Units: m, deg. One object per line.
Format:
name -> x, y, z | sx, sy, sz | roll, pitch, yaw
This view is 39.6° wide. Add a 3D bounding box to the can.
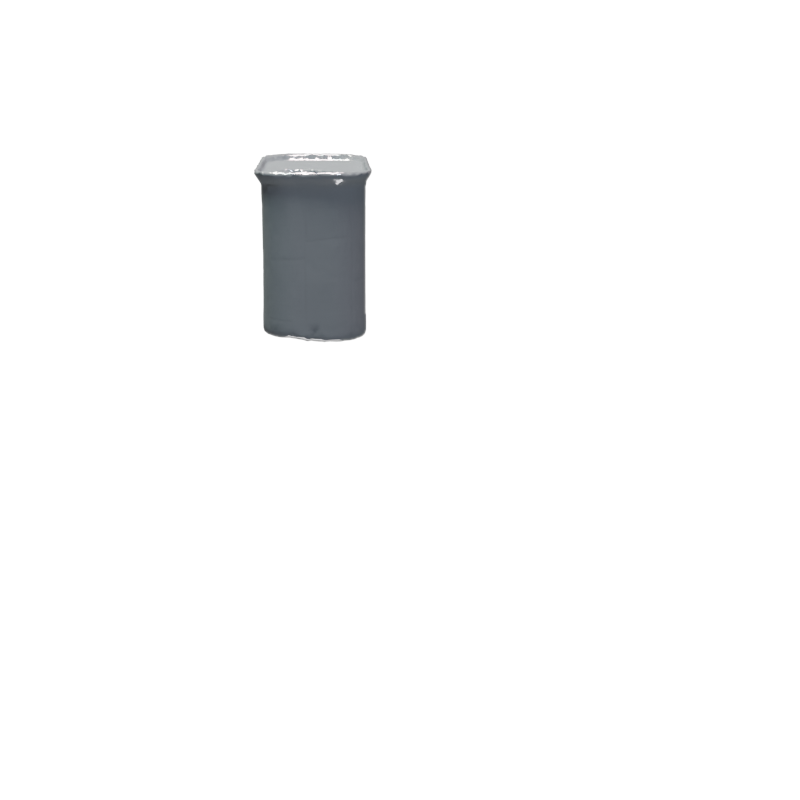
can -> -0.045, -0.083, 0.578 | 0.057, 0.081, 0.105 | 0, 14, -3
